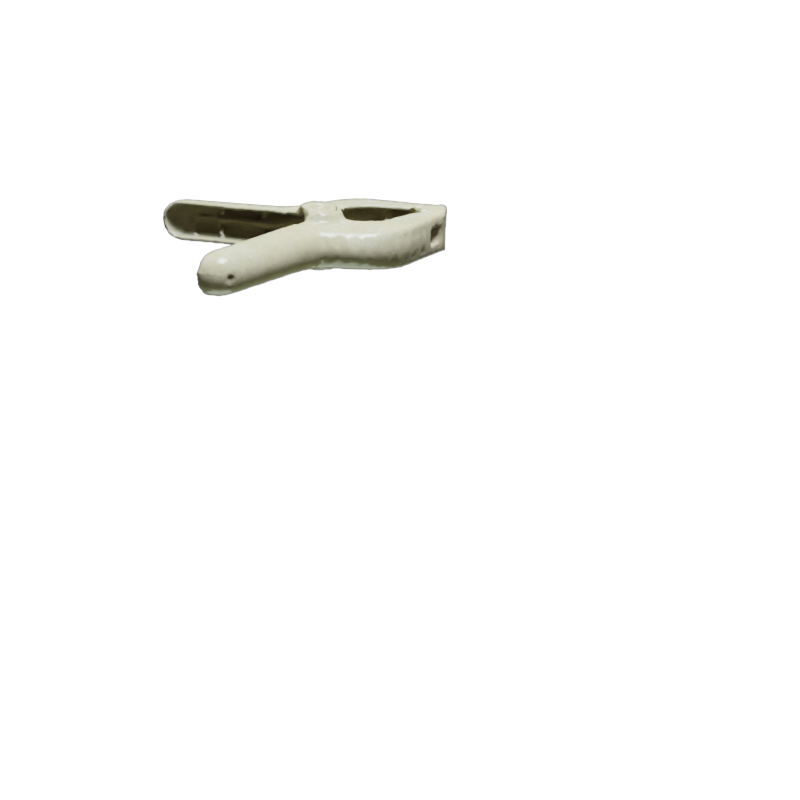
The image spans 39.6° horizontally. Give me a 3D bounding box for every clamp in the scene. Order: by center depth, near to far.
[{"bbox_3d":[-0.050,-0.092,0.644,0.170,0.037,0.128,-5,31,-8],"label":"clamp"}]
